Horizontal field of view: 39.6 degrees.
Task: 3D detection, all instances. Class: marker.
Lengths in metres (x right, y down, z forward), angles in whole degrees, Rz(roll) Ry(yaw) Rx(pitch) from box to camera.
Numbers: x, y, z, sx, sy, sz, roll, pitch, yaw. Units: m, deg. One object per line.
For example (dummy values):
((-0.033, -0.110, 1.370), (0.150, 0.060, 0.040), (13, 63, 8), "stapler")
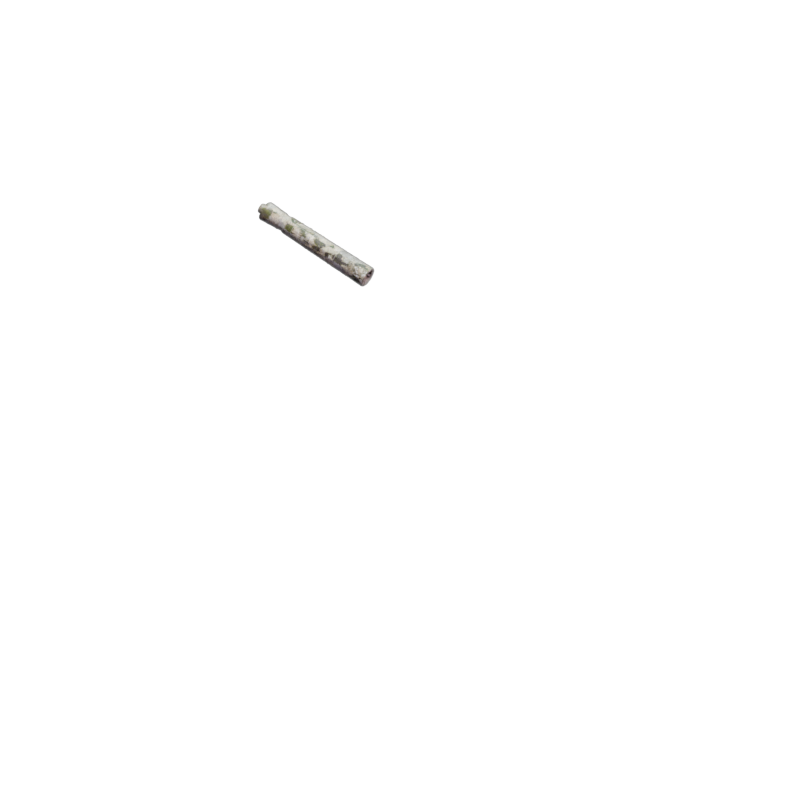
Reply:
((-0.076, -0.139, 0.971), (0.127, 0.019, 0.019), (35, 16, 21), "marker")
